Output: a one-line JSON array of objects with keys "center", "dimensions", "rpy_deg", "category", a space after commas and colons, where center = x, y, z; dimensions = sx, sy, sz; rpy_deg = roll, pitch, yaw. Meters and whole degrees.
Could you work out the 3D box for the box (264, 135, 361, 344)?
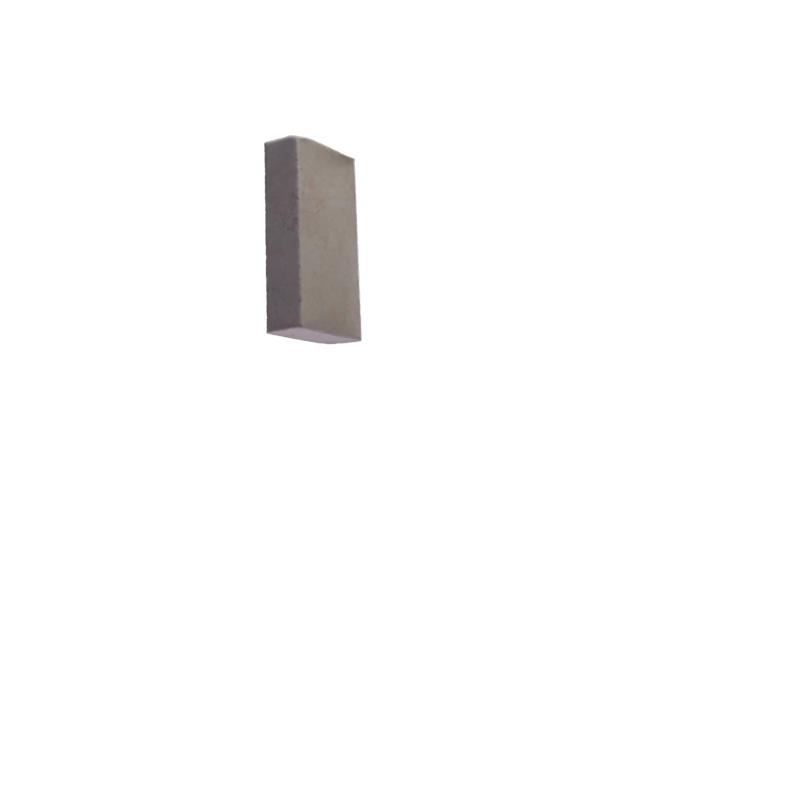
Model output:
[{"center": [-0.078, -0.142, 0.996], "dimensions": [0.049, 0.182, 0.088], "rpy_deg": [-10, -15, 34], "category": "box"}]
